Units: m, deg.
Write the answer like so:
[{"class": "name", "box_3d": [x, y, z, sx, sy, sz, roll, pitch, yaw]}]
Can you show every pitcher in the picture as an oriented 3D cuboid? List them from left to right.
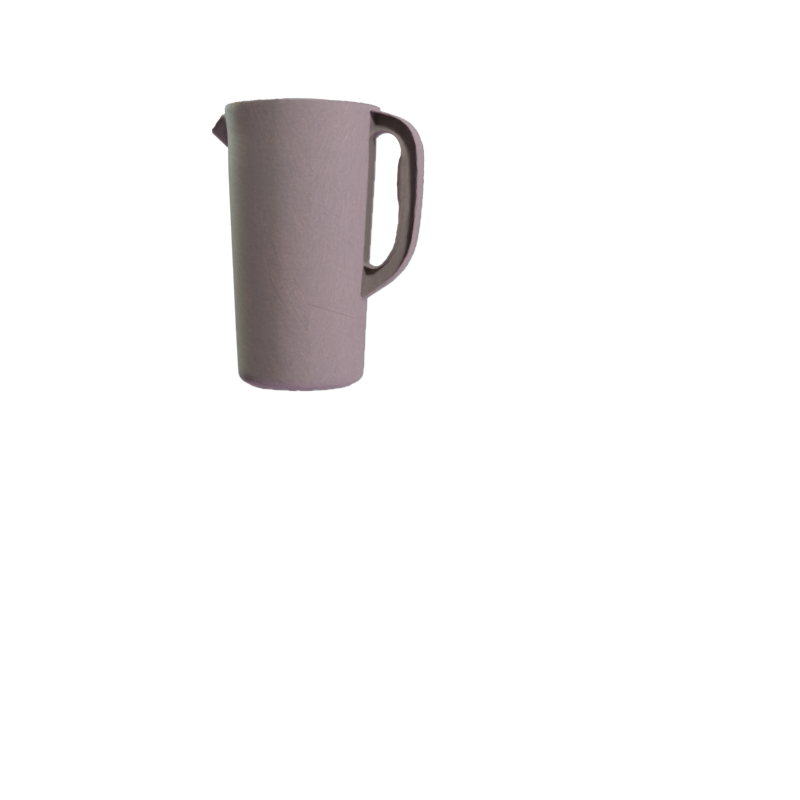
[{"class": "pitcher", "box_3d": [-0.074, -0.134, 0.941, 0.140, 0.242, 0.155, -1, 4, -28]}]
